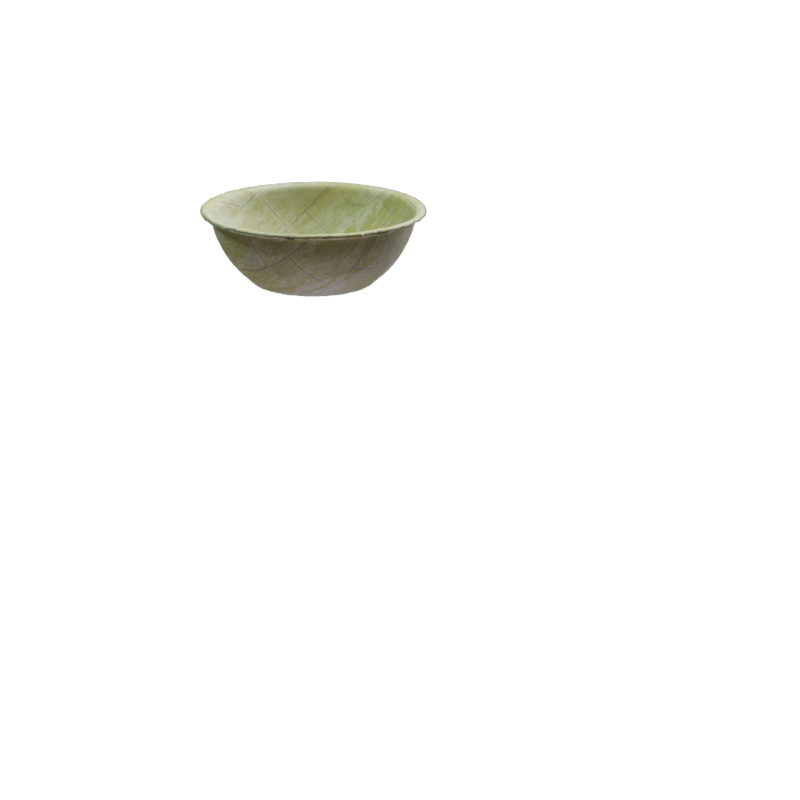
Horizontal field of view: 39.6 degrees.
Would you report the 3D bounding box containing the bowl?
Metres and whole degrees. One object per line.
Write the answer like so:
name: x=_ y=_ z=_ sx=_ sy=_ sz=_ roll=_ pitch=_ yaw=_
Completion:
bowl: x=-0.063 y=-0.114 z=0.800 sx=0.162 sy=0.053 sz=0.169 roll=-1 pitch=22 yaw=-2
